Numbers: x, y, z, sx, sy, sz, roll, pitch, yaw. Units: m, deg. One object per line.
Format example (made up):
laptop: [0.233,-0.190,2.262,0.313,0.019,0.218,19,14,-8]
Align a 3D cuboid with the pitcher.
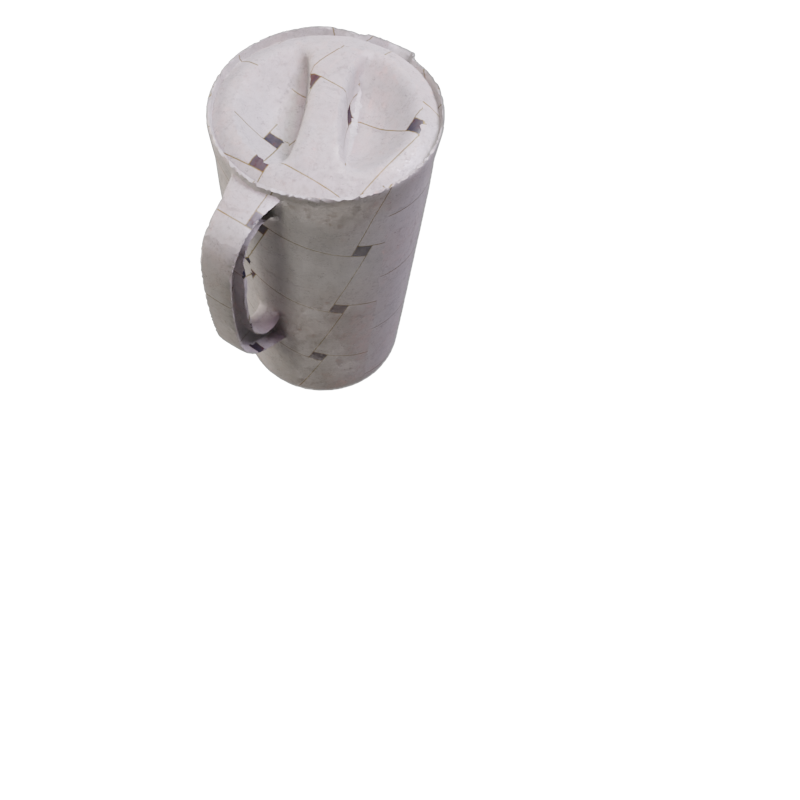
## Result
pitcher: [-0.055,-0.101,0.704,0.148,0.156,0.228,-10,-31,-9]
